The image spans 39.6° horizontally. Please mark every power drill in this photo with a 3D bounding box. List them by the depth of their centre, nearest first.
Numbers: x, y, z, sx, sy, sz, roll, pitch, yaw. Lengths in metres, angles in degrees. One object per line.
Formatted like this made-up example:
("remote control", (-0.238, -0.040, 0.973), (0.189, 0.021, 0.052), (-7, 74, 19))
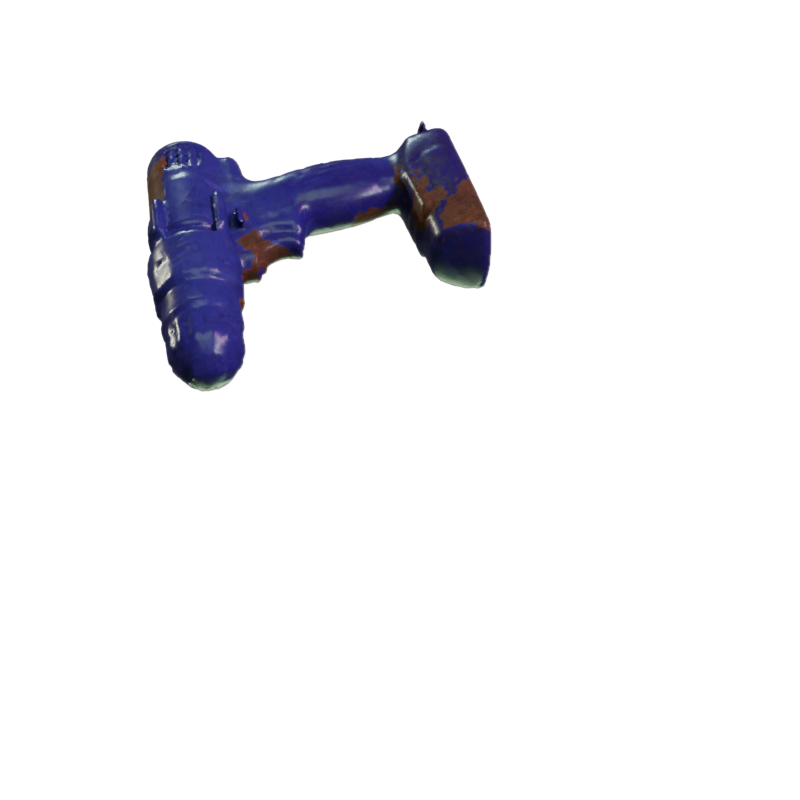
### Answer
("power drill", (-0.049, -0.089, 0.624), (0.186, 0.199, 0.053), (-8, -43, -8))
